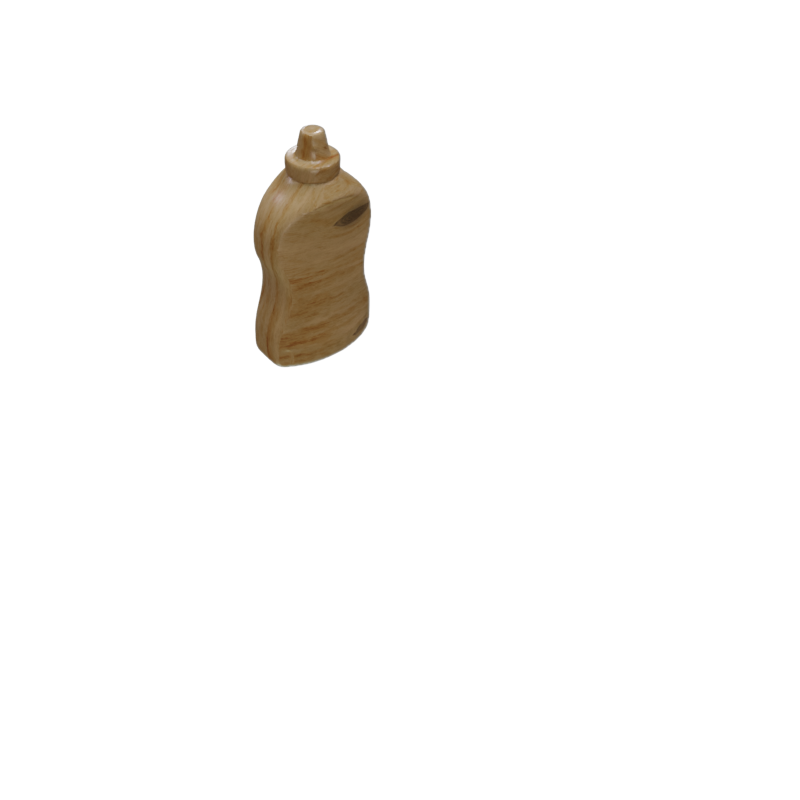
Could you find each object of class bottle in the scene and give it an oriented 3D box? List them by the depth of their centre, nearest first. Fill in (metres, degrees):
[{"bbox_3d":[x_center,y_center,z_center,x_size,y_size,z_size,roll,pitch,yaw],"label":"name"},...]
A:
[{"bbox_3d":[-0.067,-0.121,0.847,0.095,0.179,0.063,-23,44,-30],"label":"bottle"}]
